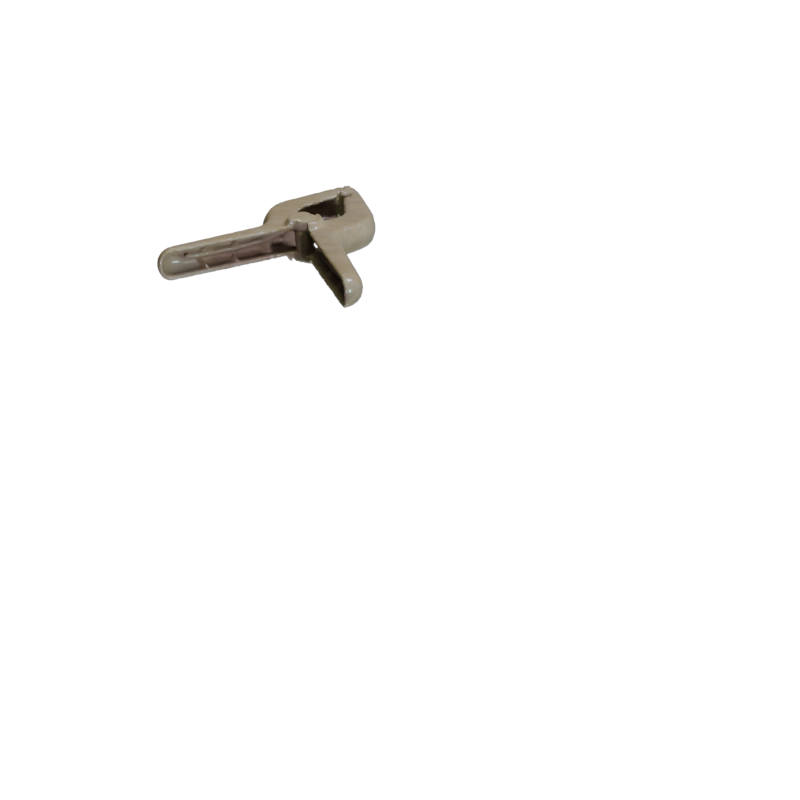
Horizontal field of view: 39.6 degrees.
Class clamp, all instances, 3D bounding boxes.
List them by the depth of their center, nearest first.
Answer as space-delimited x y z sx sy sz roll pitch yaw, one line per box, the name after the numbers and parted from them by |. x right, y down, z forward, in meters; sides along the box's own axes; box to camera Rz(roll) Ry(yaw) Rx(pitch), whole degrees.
-0.070 -0.127 0.890 0.172 0.034 0.212 14 30 24 | clamp
